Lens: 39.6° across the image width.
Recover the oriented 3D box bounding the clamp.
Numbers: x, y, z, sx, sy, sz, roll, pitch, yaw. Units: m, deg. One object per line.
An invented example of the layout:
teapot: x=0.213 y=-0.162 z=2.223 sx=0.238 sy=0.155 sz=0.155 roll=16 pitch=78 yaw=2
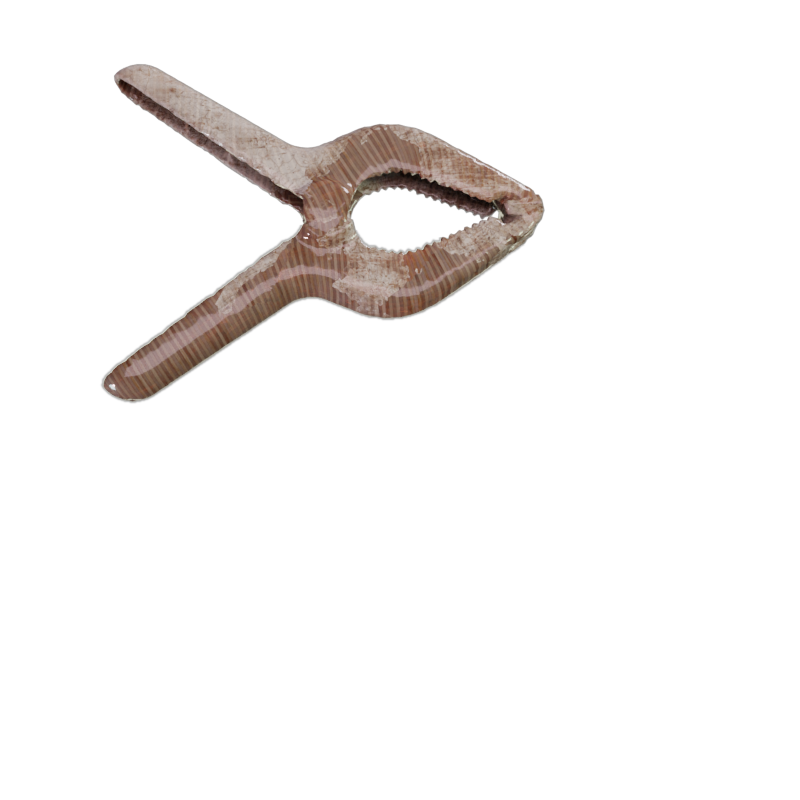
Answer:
clamp: x=-0.041 y=-0.074 z=0.518 sx=0.210 sy=0.171 sz=0.035 roll=5 pitch=-17 yaw=1
